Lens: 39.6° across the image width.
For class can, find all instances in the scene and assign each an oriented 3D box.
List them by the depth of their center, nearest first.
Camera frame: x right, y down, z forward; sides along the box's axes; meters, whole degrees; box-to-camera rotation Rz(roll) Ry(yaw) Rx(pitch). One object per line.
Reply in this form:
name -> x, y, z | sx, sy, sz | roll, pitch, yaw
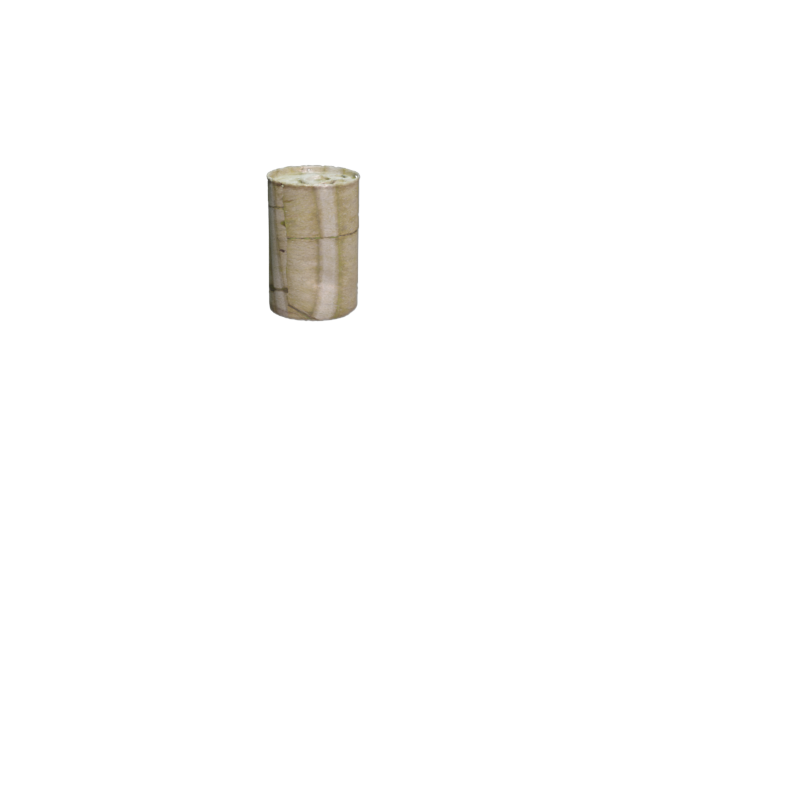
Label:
can -> -0.064, -0.117, 0.817 | 0.068, 0.098, 0.071 | 0, 18, -2
